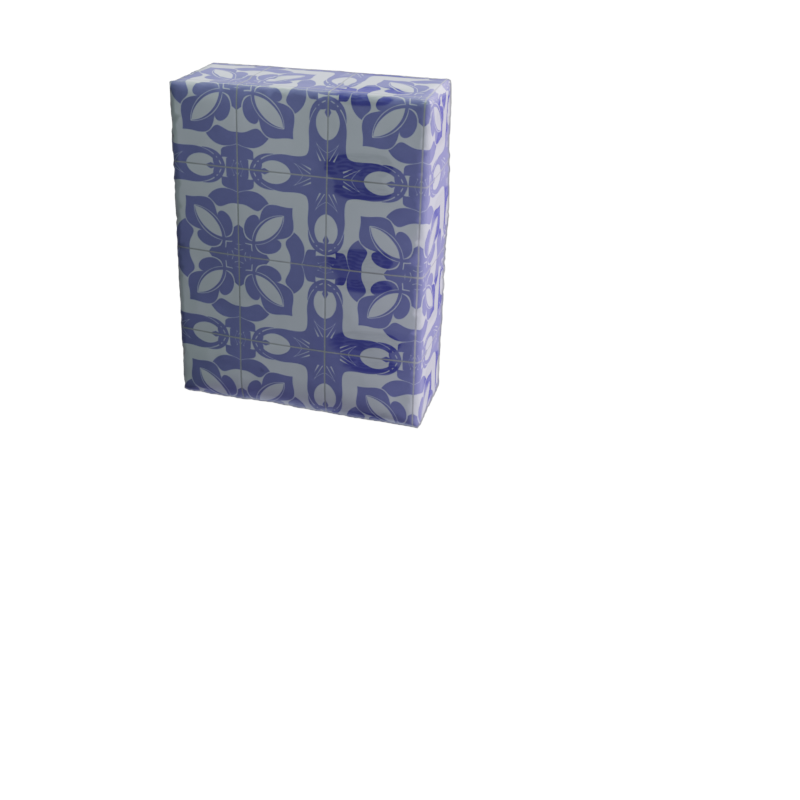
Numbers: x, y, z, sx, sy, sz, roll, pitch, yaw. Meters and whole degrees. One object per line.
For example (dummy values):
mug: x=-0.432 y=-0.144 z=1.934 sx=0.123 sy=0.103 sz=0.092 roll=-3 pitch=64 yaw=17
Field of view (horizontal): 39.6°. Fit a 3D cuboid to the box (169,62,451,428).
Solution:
box: x=-0.055 y=-0.101 z=0.709 sx=0.168 sy=0.203 sz=0.073 roll=9 pitch=24 yaw=16
